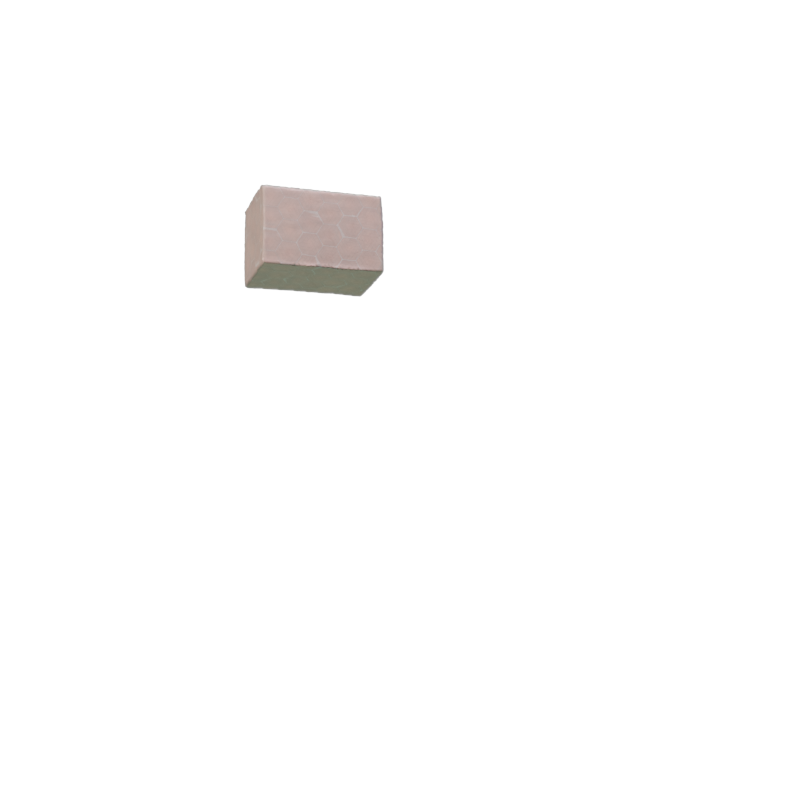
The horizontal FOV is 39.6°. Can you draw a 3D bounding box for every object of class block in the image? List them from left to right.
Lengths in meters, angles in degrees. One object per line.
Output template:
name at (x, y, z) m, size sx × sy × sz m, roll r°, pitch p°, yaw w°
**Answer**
block at (-0.054, -0.098, 0.688) m, size 0.076 × 0.053 × 0.052 m, roll 4°, pitch -16°, yaw -16°
